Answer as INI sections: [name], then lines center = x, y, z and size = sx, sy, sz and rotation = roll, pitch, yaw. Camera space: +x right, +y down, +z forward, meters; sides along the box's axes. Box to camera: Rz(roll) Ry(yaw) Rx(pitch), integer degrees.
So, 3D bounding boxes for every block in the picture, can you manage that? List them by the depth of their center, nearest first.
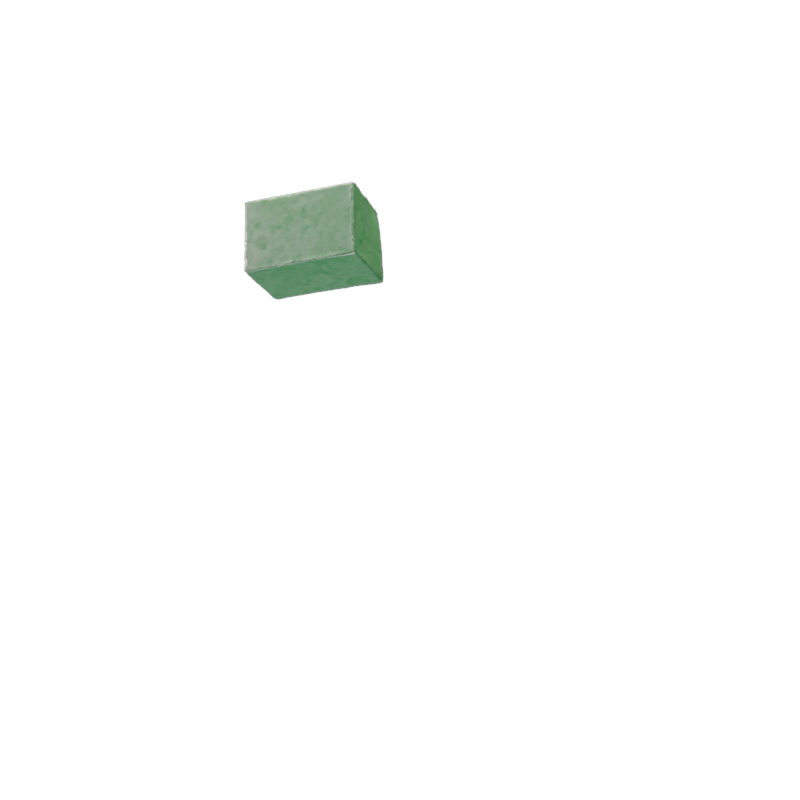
[block]
center = -0.056, -0.102, 0.716
size = 0.079, 0.054, 0.049
rotation = -7, -22, 18
